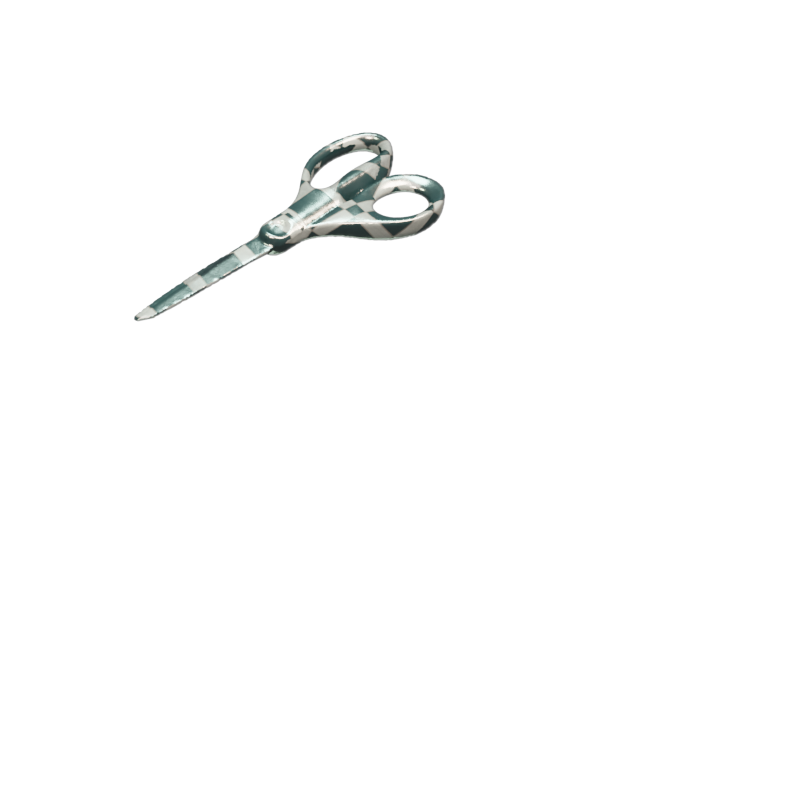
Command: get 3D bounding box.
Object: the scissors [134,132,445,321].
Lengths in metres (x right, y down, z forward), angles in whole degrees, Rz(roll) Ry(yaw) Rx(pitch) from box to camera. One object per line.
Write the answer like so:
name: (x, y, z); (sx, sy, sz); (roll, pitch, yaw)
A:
scissors: (-0.048, -0.088, 0.619); (0.100, 0.015, 0.208); (22, 50, 19)
